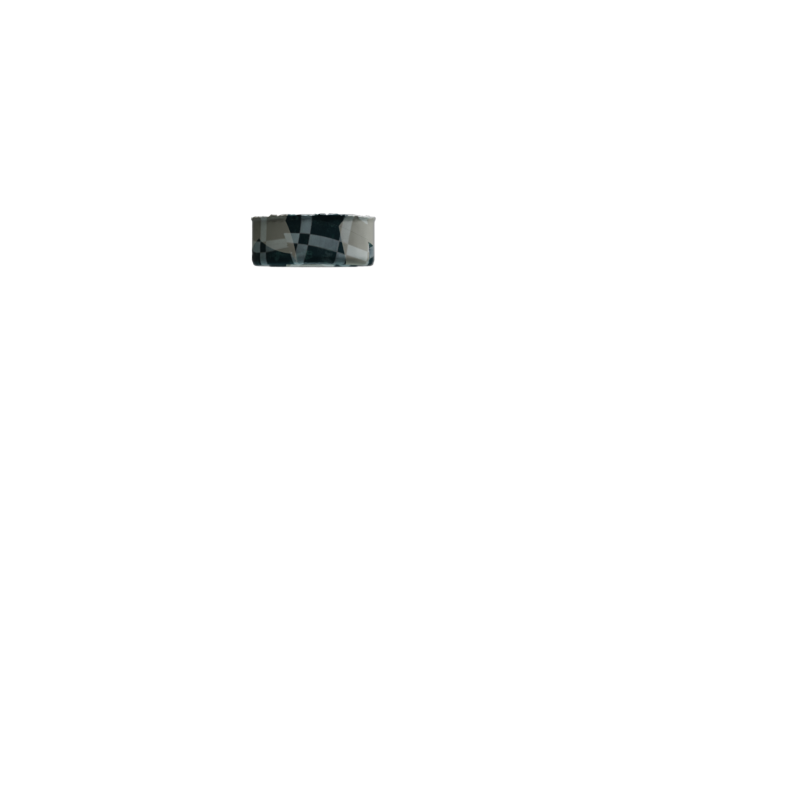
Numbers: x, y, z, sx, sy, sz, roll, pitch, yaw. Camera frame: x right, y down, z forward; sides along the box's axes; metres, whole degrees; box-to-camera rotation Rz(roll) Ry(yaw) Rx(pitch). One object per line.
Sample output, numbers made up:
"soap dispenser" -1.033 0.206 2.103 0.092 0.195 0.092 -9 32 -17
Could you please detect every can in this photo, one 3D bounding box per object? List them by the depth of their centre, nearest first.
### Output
"can" -0.060 -0.109 0.761 0.086 0.033 0.086 0 4 -2
